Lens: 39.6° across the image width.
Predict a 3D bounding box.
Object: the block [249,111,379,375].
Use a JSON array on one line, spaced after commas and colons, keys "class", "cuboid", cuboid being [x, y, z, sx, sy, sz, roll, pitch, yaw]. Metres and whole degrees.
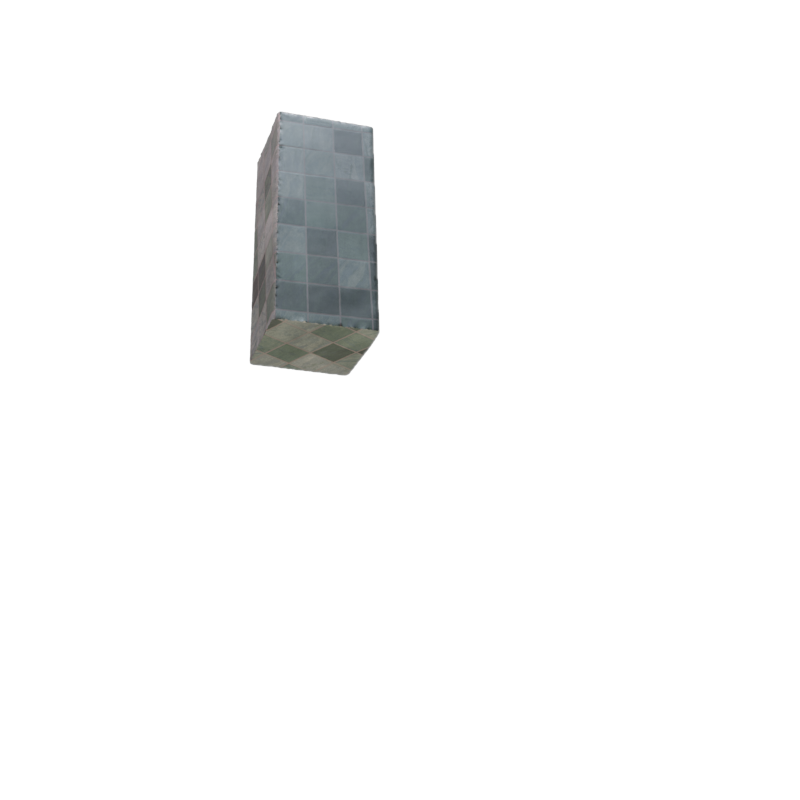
[{"class": "block", "cuboid": [-0.075, -0.137, 0.964, 0.089, 0.219, 0.087, 7, -30, -16]}]
